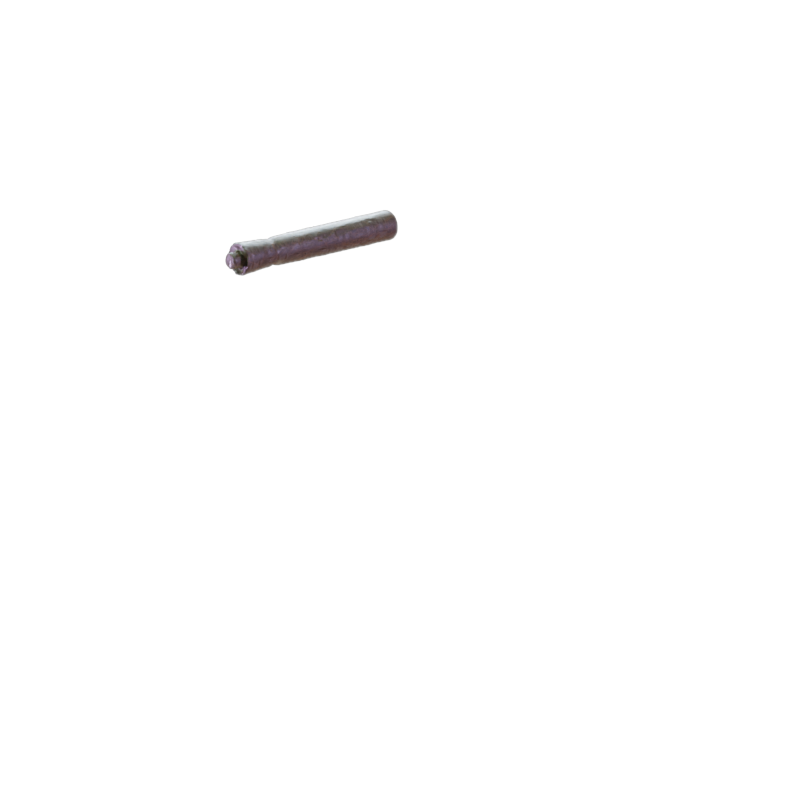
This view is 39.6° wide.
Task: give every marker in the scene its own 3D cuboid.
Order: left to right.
[{"bbox_3d":[-0.051,-0.092,0.647,0.119,0.019,0.021,-20,16,-39],"label":"marker"}]
